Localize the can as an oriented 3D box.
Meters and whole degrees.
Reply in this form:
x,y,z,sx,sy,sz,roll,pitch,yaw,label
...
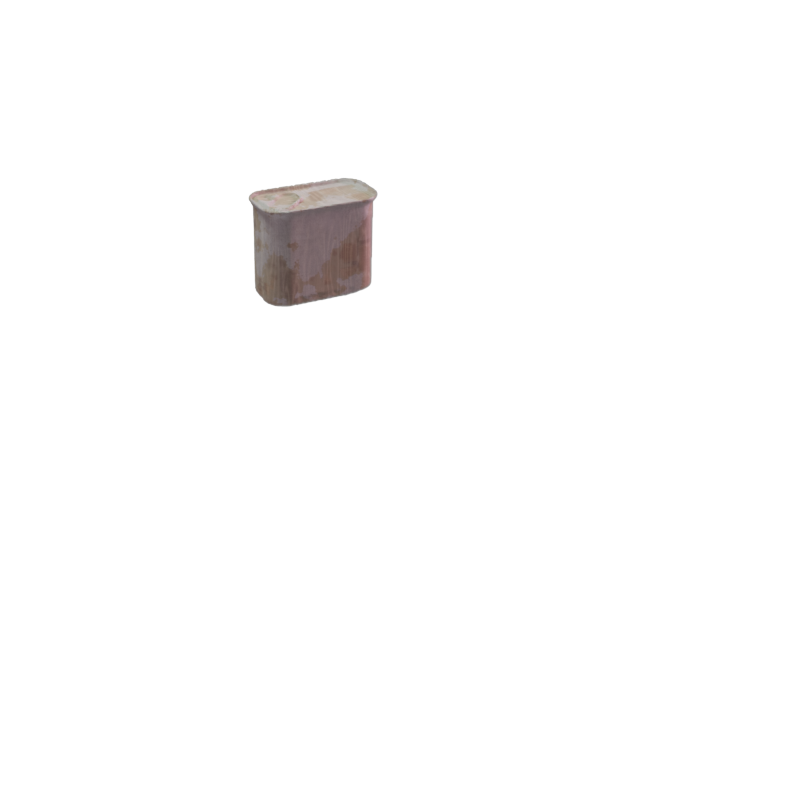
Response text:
x,y,z,sx,sy,sz,roll,pitch,yaw,label
-0.071,-0.130,0.911,0.100,0.079,0.062,-12,28,-24,can
